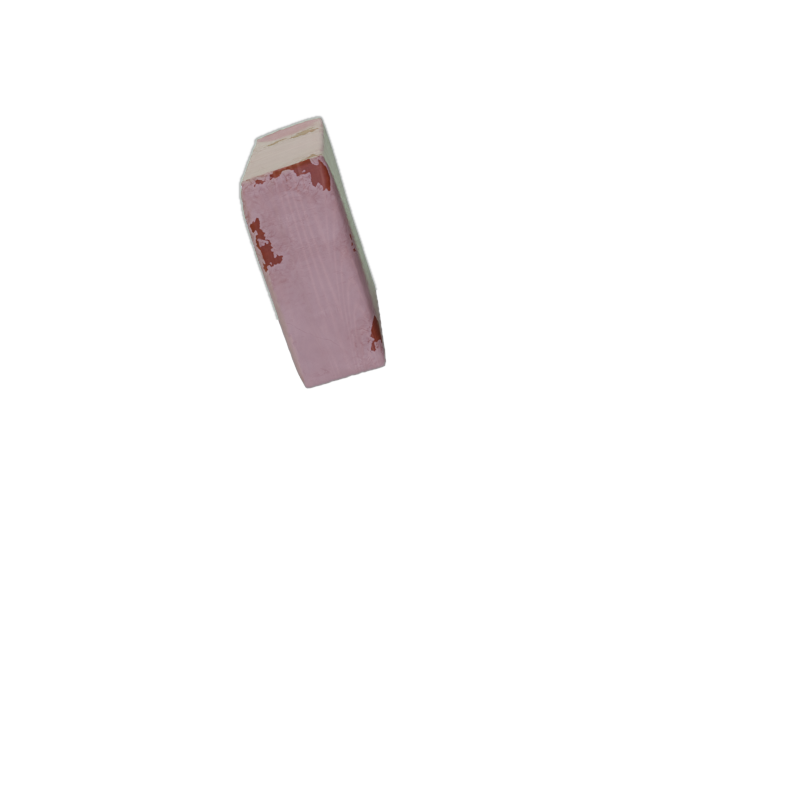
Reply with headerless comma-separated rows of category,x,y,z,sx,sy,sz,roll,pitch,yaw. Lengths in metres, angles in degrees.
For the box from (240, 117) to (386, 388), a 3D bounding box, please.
box,-0.070,-0.127,0.888,0.072,0.158,0.223,-17,19,2
